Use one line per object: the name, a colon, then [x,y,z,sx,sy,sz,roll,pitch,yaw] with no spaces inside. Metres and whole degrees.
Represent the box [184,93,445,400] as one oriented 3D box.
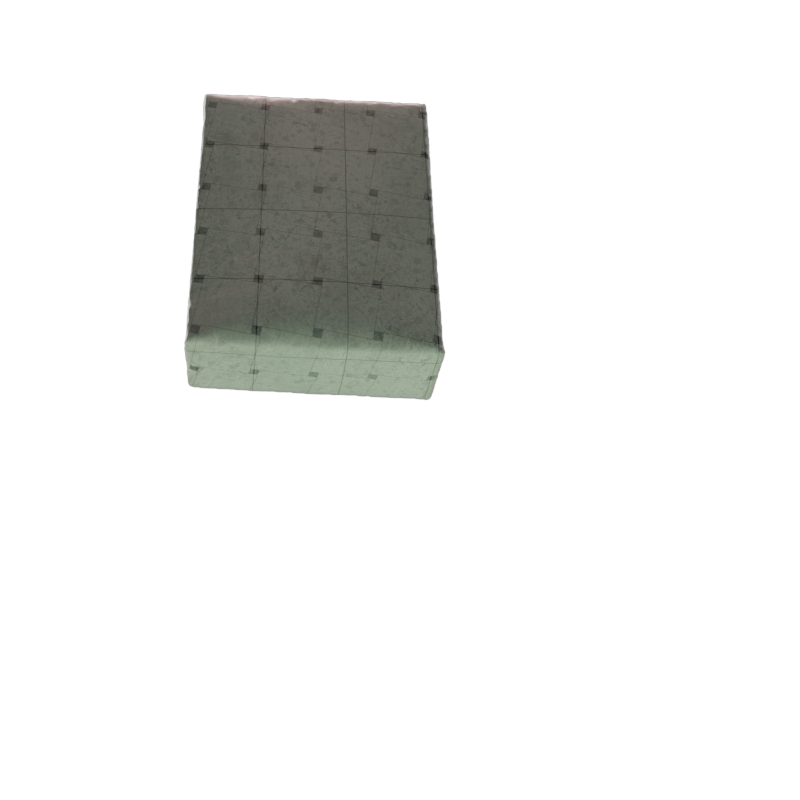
box: [-0.060,-0.110,0.769,0.163,0.229,0.067,1,-34,-5]
